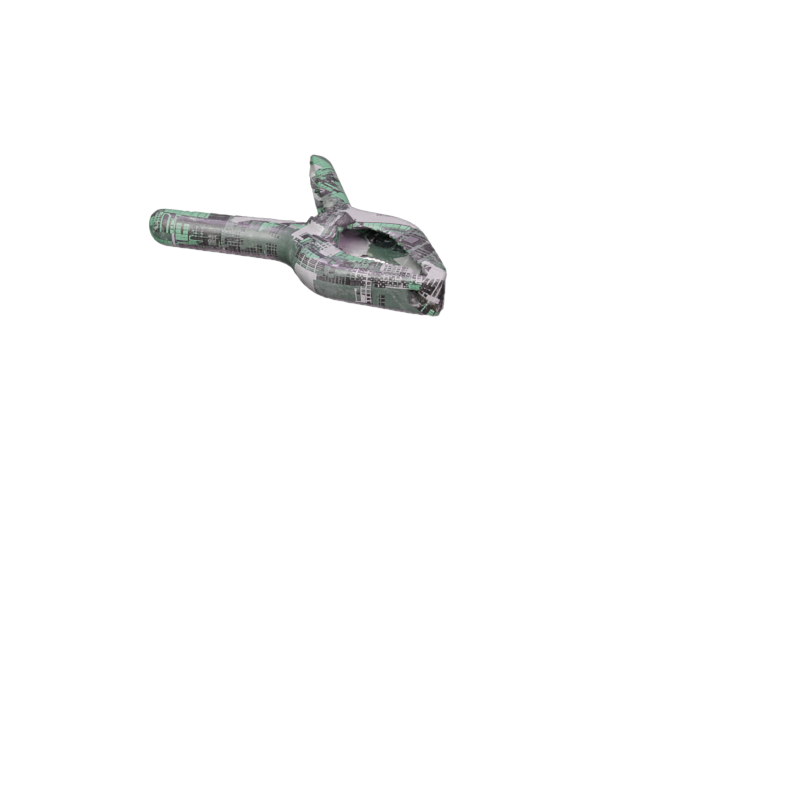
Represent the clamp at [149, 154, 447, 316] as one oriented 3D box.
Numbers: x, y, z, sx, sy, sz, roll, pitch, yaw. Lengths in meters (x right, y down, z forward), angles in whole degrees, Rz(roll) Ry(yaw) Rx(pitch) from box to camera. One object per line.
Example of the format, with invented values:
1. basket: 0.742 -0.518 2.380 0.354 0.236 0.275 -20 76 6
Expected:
1. clamp: -0.059 -0.107 0.752 0.163 0.034 0.226 -23 41 -31
